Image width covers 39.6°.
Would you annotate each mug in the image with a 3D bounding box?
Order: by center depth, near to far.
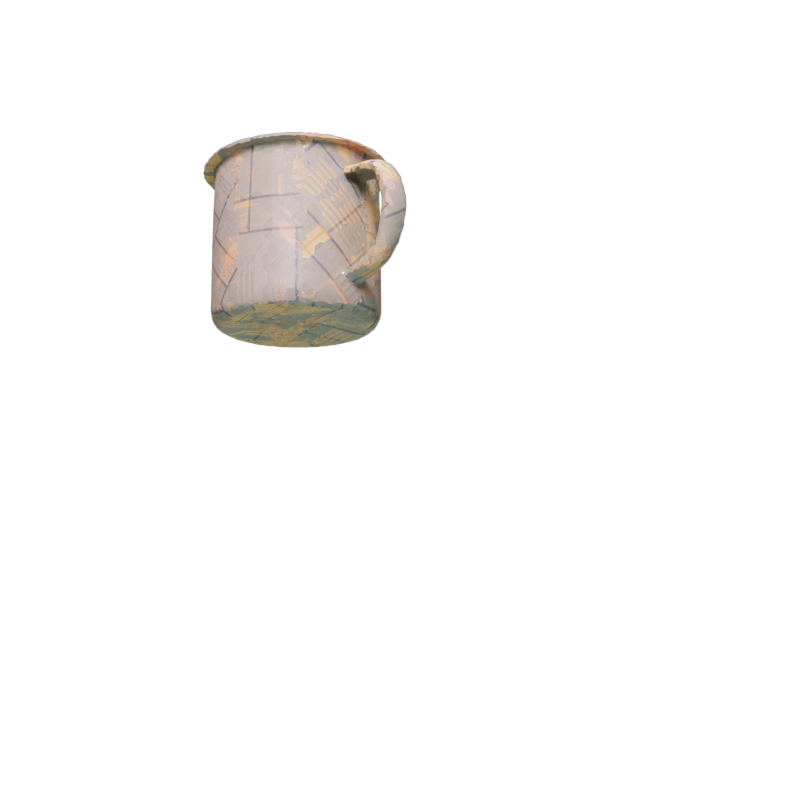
[{"bbox_3d":[-0.042,-0.076,0.532,0.119,0.085,0.088,-15,-22,42],"label":"mug"}]
